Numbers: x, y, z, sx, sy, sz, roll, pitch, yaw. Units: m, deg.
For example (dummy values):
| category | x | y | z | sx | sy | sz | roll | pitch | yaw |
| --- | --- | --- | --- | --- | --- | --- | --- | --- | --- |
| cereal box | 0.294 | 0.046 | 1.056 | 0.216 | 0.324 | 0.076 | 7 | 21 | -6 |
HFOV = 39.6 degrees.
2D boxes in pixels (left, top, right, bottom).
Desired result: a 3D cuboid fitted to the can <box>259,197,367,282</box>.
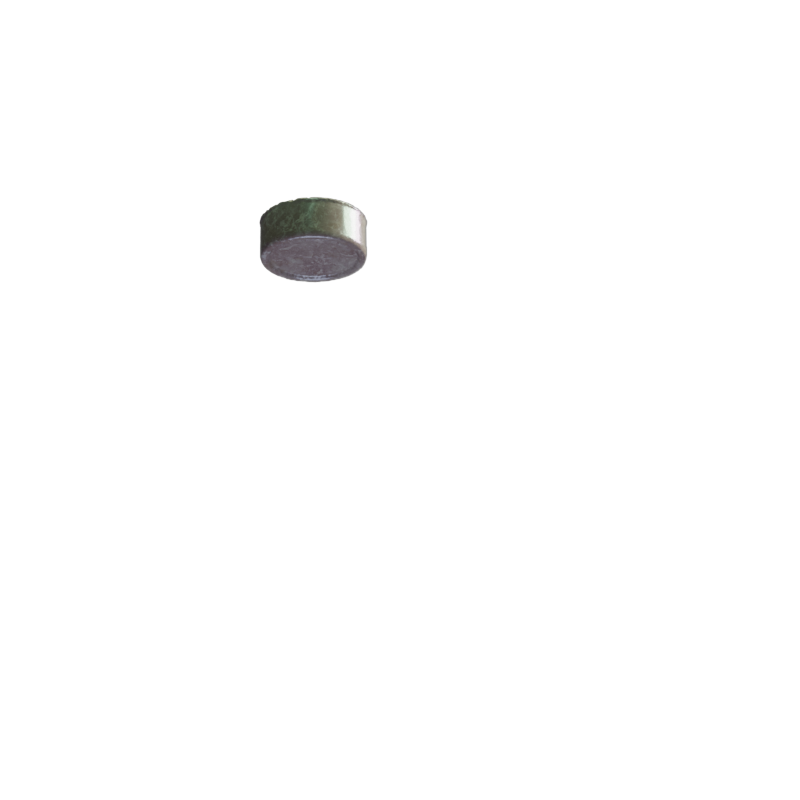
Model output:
| category | x | y | z | sx | sy | sz | roll | pitch | yaw |
| --- | --- | --- | --- | --- | --- | --- | --- | --- | --- |
| can | -0.069 | -0.125 | 0.876 | 0.086 | 0.035 | 0.082 | 0 | -21 | -2 |
